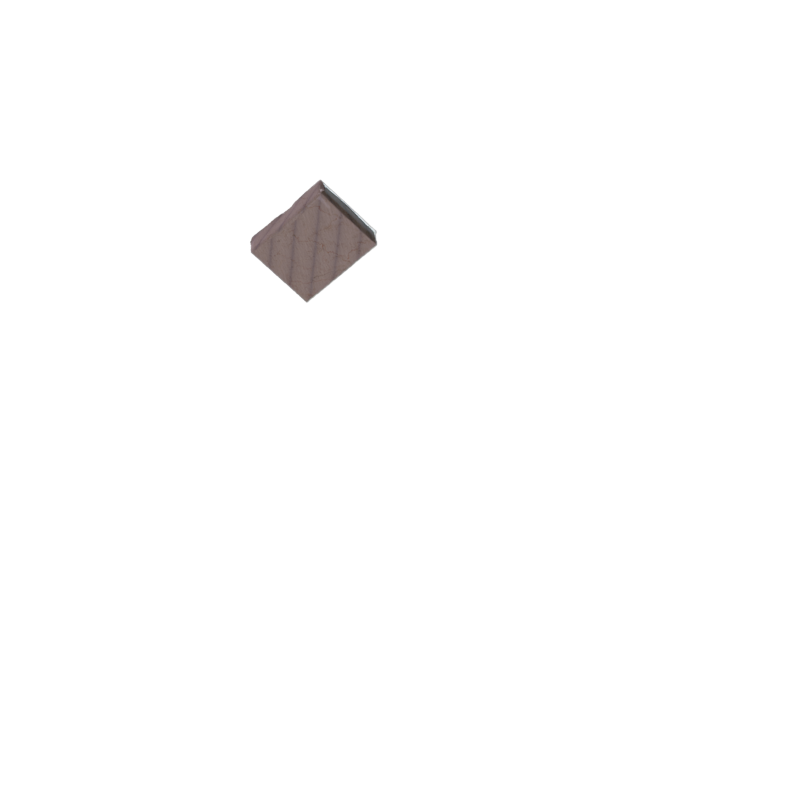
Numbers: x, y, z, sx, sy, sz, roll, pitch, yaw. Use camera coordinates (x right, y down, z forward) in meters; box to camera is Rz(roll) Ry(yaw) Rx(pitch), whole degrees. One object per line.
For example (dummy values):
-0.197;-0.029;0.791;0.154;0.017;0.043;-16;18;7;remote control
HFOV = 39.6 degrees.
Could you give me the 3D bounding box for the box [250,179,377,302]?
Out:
-0.077;-0.140;0.979;0.088;0.069;0.032;-38;26;21;box
